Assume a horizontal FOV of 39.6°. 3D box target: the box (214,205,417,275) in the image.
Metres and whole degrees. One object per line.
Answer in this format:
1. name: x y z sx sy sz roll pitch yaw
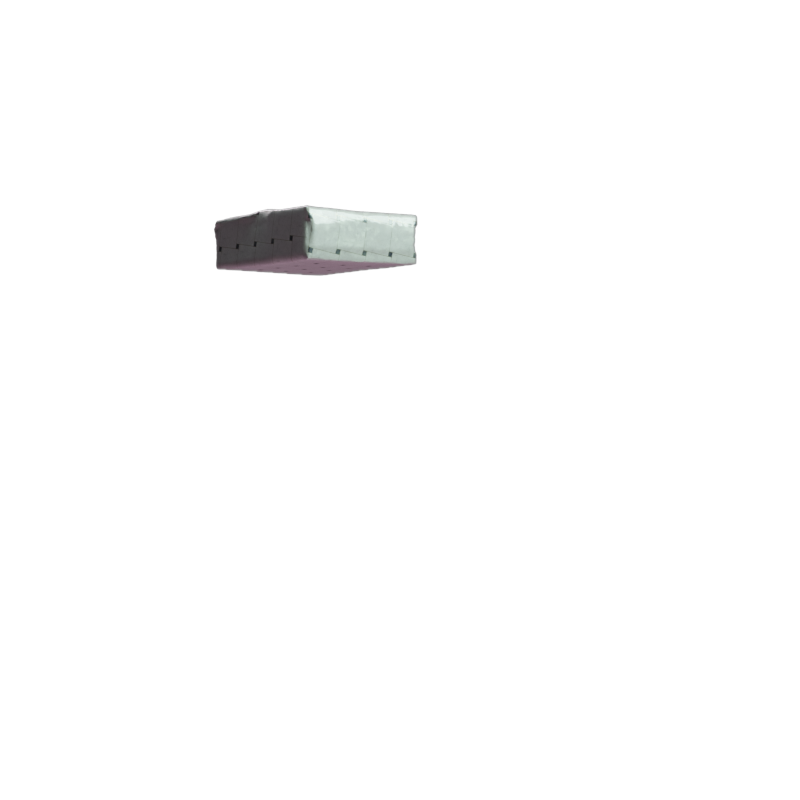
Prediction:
1. box: -0.047 -0.085 0.597 0.070 0.030 0.092 -1 2 -39
